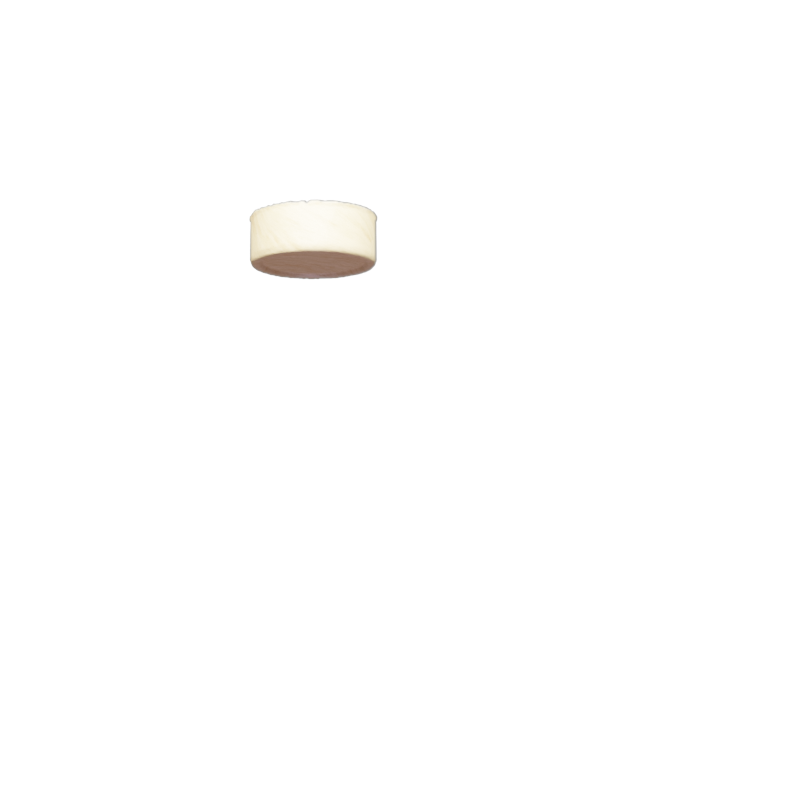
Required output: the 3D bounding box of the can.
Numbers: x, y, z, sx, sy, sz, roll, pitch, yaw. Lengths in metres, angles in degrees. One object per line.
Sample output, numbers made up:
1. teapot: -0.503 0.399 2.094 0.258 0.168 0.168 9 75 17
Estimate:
1. can: -0.058 -0.106 0.741 0.086 0.034 0.084 0 -8 -2
